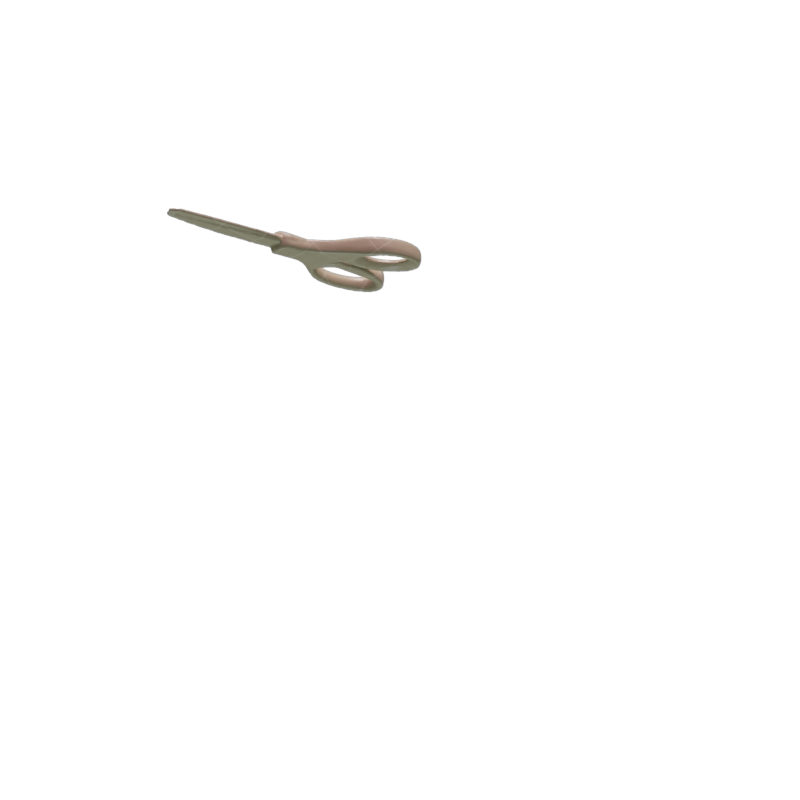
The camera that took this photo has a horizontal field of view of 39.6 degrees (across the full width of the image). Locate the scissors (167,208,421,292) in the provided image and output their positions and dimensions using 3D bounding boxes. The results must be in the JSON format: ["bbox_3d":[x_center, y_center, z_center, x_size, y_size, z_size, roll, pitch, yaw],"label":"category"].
[{"bbox_3d":[-0.061,-0.112,0.785,0.098,0.016,0.189,-10,-17,33],"label":"scissors"}]
